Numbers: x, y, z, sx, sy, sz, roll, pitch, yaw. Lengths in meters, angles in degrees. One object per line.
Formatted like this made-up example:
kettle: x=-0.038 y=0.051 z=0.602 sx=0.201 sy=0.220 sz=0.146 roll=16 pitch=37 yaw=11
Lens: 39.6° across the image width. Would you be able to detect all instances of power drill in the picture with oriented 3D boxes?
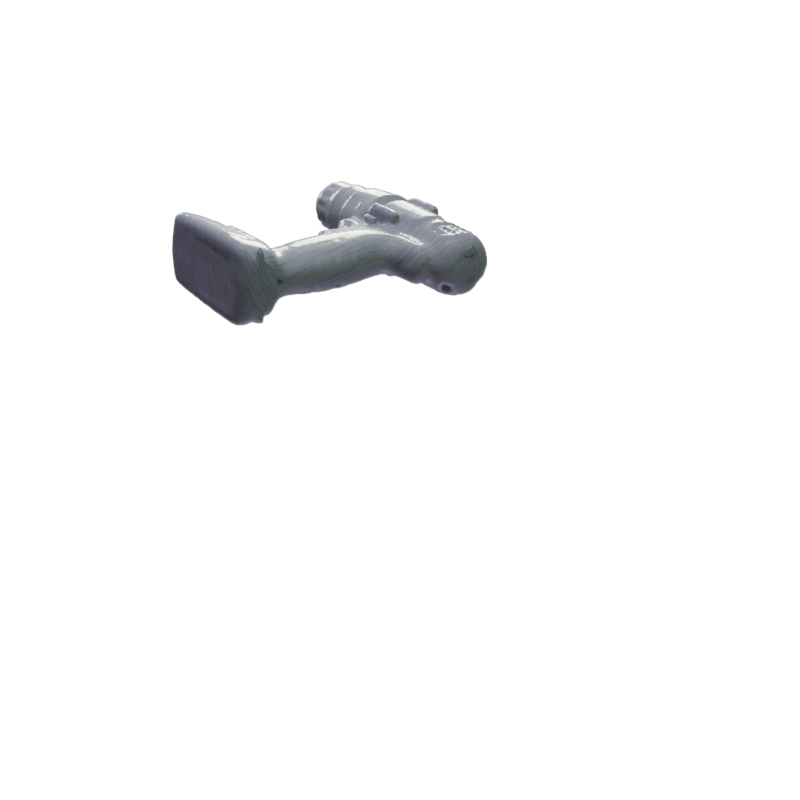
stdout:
power drill: x=-0.061 y=-0.112 z=0.782 sx=0.184 sy=0.055 sz=0.197 roll=-15 pitch=28 yaw=-30
